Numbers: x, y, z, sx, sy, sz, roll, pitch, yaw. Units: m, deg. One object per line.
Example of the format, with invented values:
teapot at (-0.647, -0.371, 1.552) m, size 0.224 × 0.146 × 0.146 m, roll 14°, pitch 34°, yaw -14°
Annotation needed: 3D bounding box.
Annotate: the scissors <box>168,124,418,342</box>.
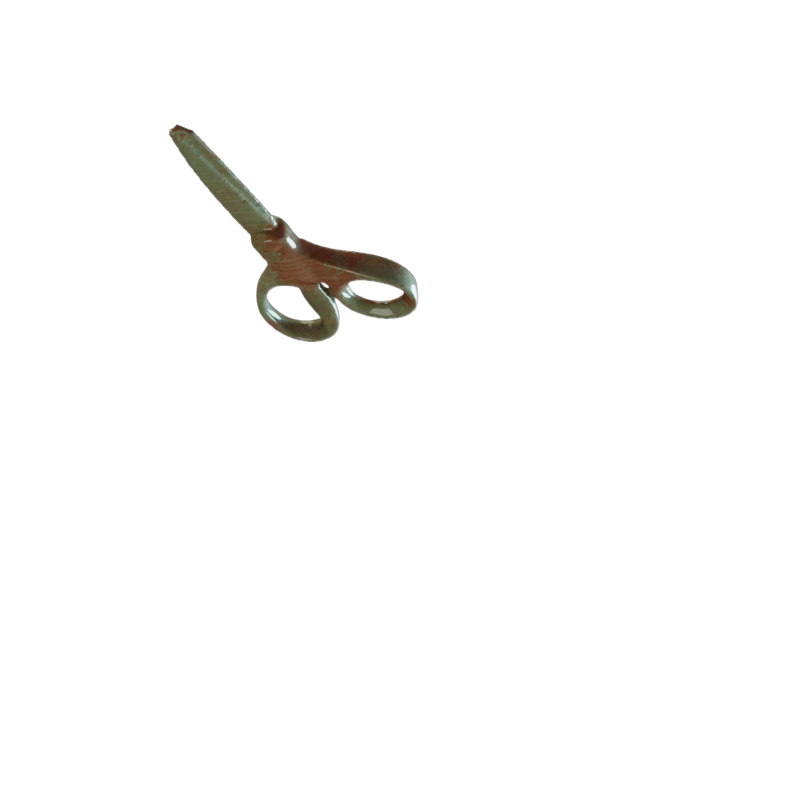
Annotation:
scissors at (-0.043, -0.078, 0.544) m, size 0.097 × 0.017 × 0.189 m, roll -2°, pitch -24°, yaw 4°
